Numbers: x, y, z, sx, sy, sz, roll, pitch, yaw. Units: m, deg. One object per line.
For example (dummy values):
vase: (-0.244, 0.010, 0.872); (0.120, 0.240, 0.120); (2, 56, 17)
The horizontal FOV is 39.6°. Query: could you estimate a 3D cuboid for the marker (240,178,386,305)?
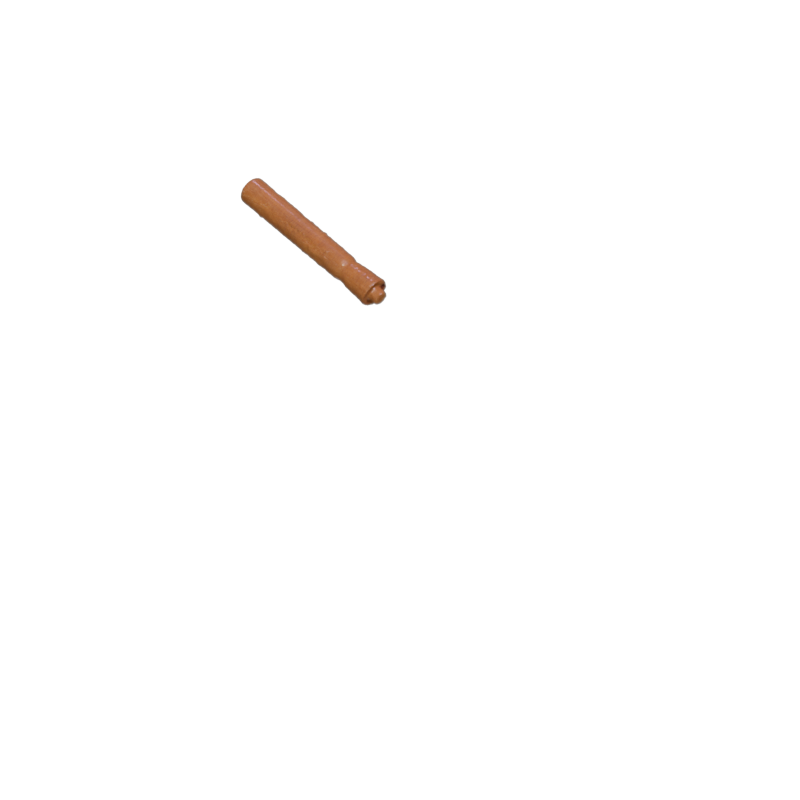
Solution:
marker: (-0.053, -0.097, 0.682); (0.129, 0.019, 0.019); (42, 26, 28)
